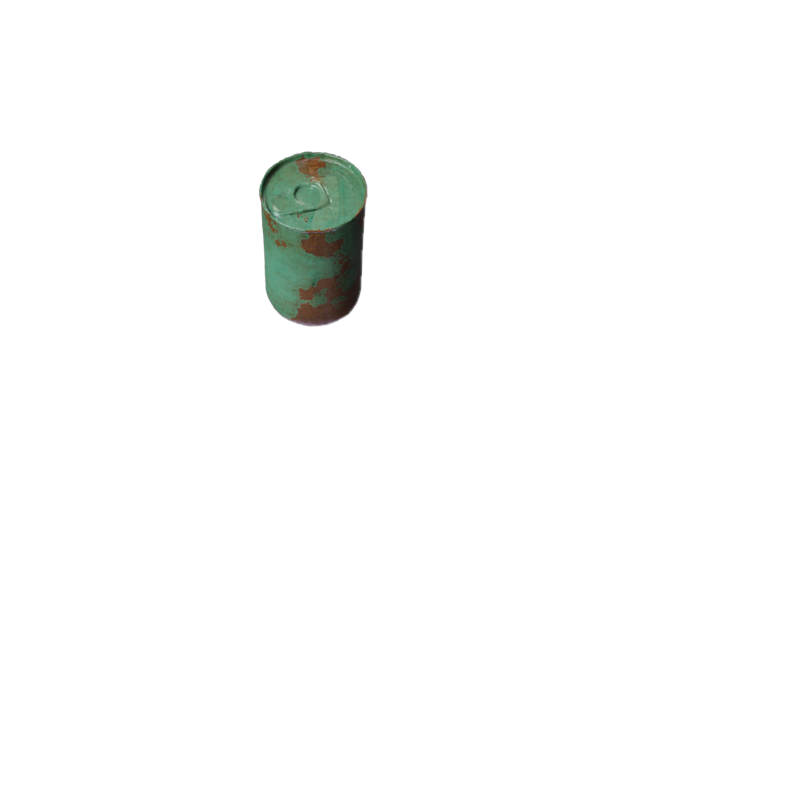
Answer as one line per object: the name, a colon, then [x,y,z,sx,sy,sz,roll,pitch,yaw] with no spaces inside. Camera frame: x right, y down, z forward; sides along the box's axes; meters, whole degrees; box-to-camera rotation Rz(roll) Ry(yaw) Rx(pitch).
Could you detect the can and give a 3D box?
can: [-0.057,-0.104,0.730,0.068,0.073,0.095,0,-36,-3]
